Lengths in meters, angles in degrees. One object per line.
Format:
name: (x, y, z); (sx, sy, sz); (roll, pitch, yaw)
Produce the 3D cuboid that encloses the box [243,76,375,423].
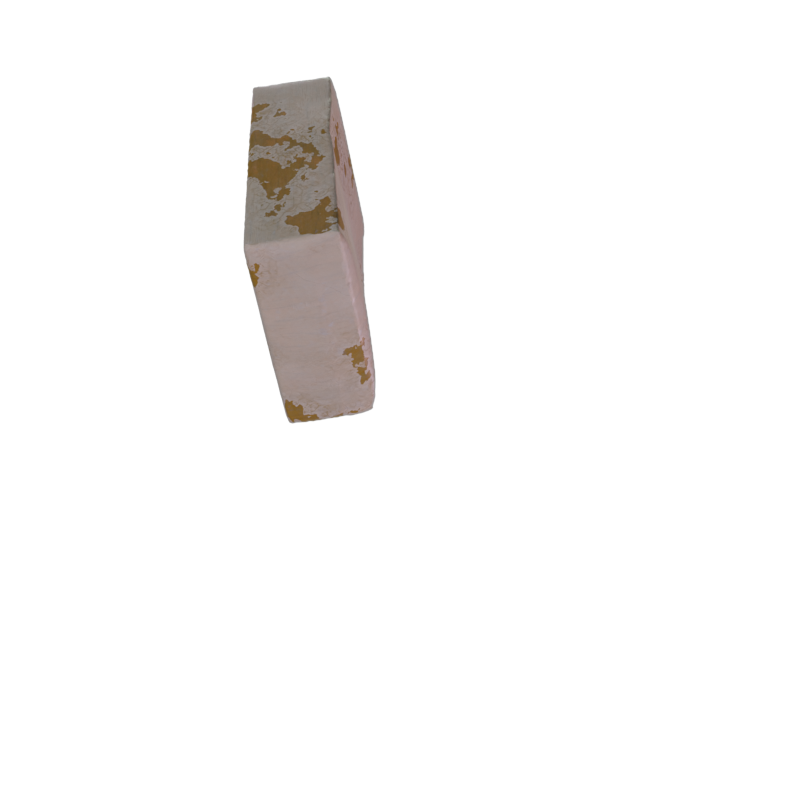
box: (-0.065, -0.118, 0.825); (0.072, 0.152, 0.229); (-8, 40, 3)
